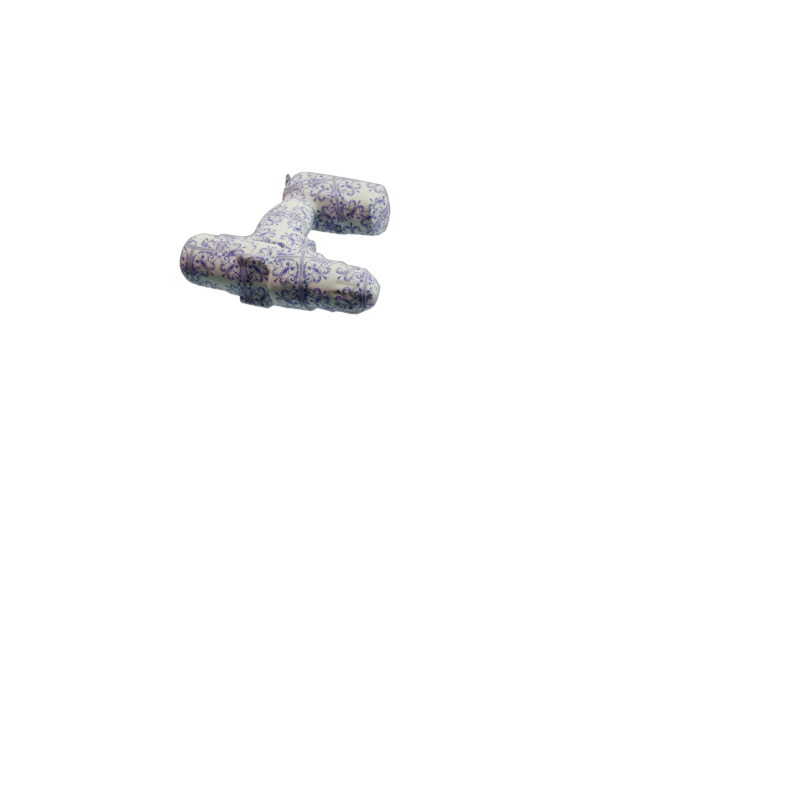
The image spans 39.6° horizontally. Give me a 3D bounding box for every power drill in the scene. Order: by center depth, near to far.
[{"bbox_3d":[-0.078,-0.142,0.996,0.191,0.054,0.192,13,34,21],"label":"power drill"}]
